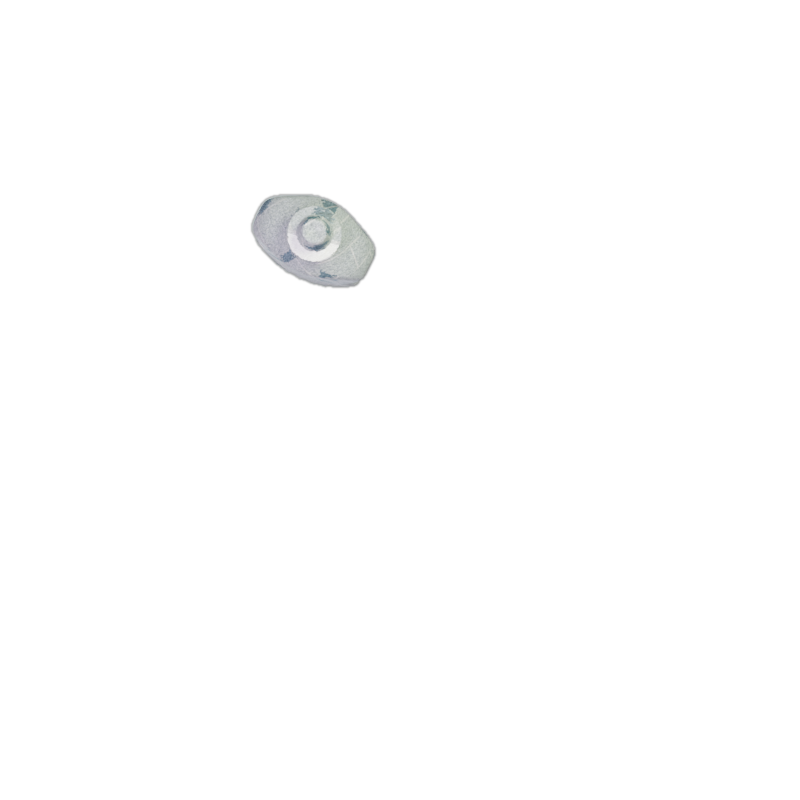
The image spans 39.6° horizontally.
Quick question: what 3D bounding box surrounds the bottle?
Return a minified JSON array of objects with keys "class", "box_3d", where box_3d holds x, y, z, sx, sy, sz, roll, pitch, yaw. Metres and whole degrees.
[{"class":"bottle","box_3d":[-0.068,-0.124,0.865,0.096,0.058,0.192,26,2,-4]}]
